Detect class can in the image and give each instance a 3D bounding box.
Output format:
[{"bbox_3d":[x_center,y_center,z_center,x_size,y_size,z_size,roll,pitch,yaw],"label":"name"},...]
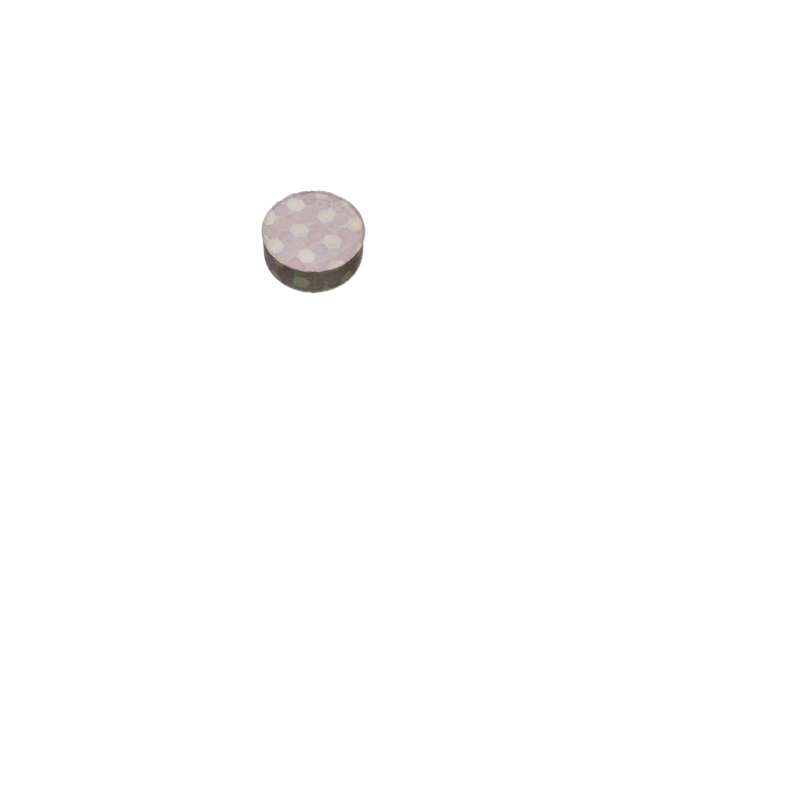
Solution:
[{"bbox_3d":[-0.073,-0.133,0.929,0.086,0.092,0.031,-1,-35,-1],"label":"can"}]
